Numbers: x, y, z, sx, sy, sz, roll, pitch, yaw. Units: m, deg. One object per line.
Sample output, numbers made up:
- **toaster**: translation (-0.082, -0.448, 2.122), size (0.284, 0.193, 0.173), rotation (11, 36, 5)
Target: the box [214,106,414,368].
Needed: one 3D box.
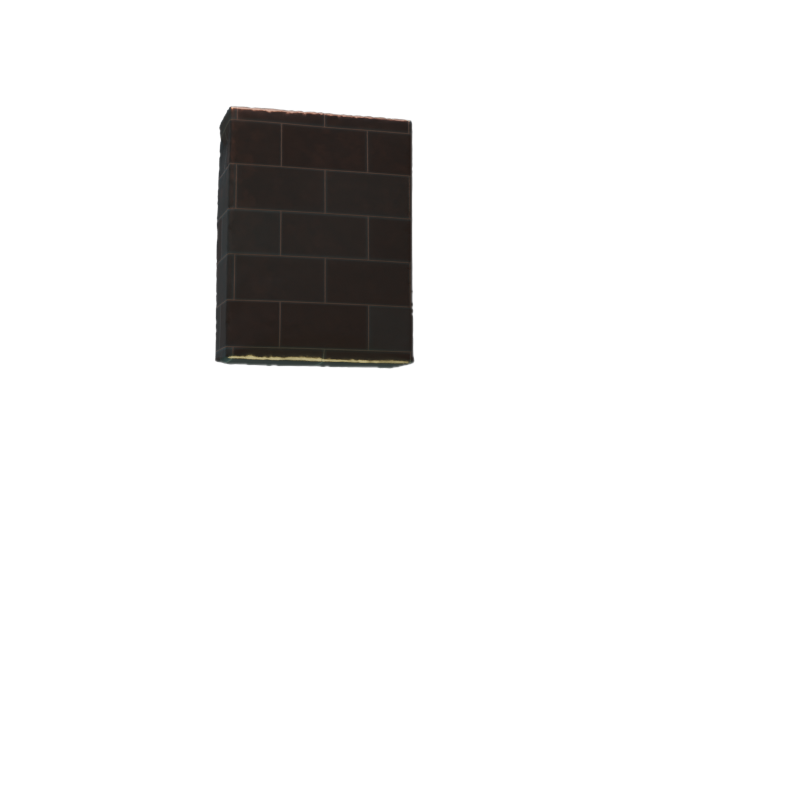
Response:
- **box**: translation (-0.075, -0.137, 0.957), size (0.161, 0.219, 0.072), rotation (2, -10, -16)
